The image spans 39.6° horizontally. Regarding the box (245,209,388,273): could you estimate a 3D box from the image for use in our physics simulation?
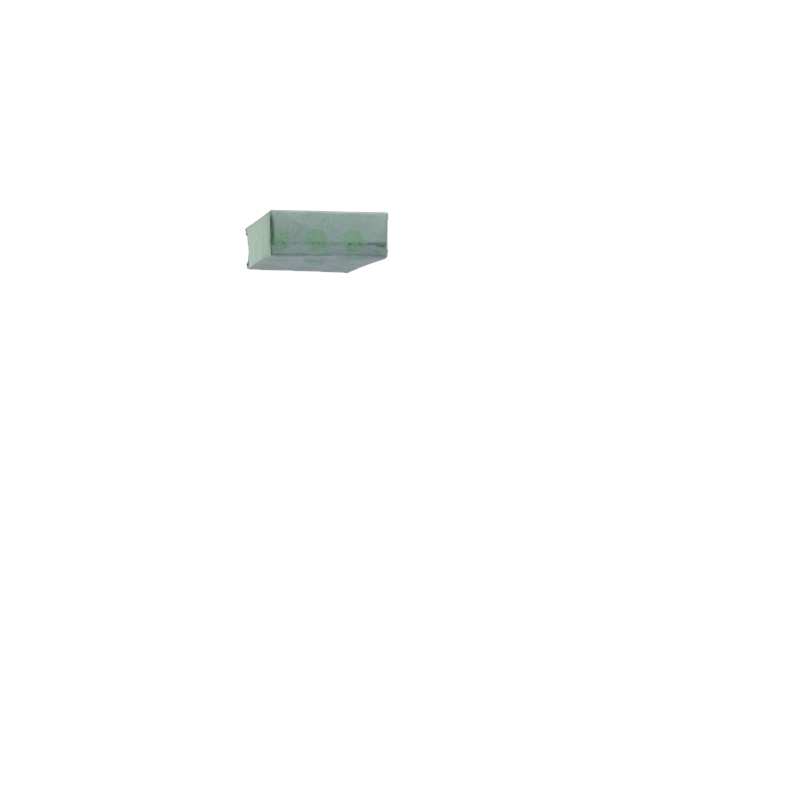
[{"bbox_3d":[-0.067,-0.122,0.857,0.088,0.039,0.114,0,-1,-16],"label":"box"}]
